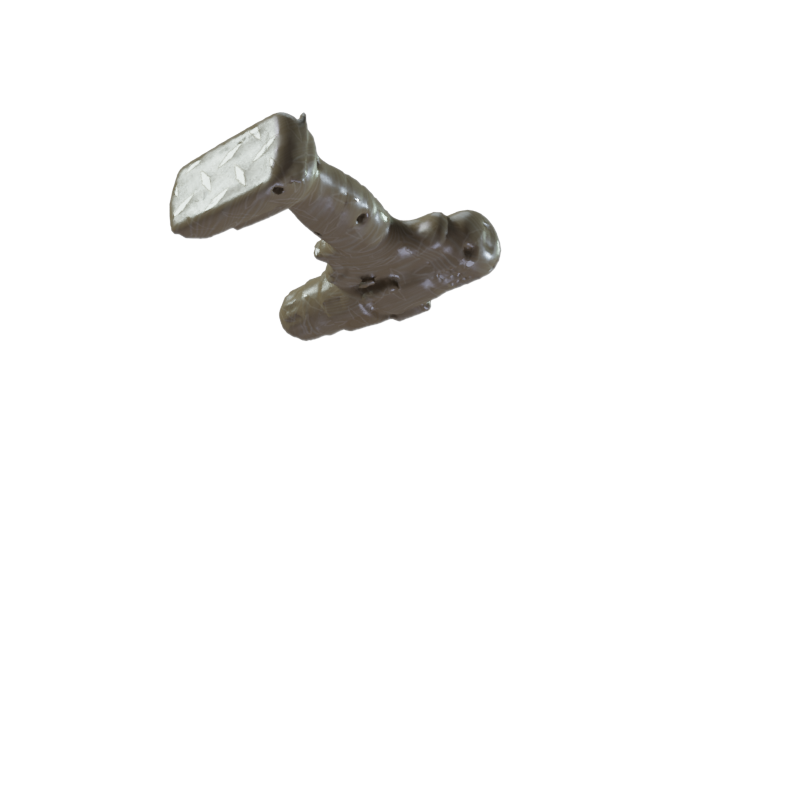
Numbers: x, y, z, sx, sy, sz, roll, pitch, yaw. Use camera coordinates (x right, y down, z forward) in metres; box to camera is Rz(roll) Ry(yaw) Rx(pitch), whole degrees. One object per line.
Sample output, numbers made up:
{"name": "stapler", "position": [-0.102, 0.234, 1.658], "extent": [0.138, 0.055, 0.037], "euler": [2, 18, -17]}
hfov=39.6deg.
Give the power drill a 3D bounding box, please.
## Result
{"name": "power drill", "position": [-0.057, -0.103, 0.725], "extent": [0.185, 0.061, 0.175], "euler": [-21, -33, 37]}
